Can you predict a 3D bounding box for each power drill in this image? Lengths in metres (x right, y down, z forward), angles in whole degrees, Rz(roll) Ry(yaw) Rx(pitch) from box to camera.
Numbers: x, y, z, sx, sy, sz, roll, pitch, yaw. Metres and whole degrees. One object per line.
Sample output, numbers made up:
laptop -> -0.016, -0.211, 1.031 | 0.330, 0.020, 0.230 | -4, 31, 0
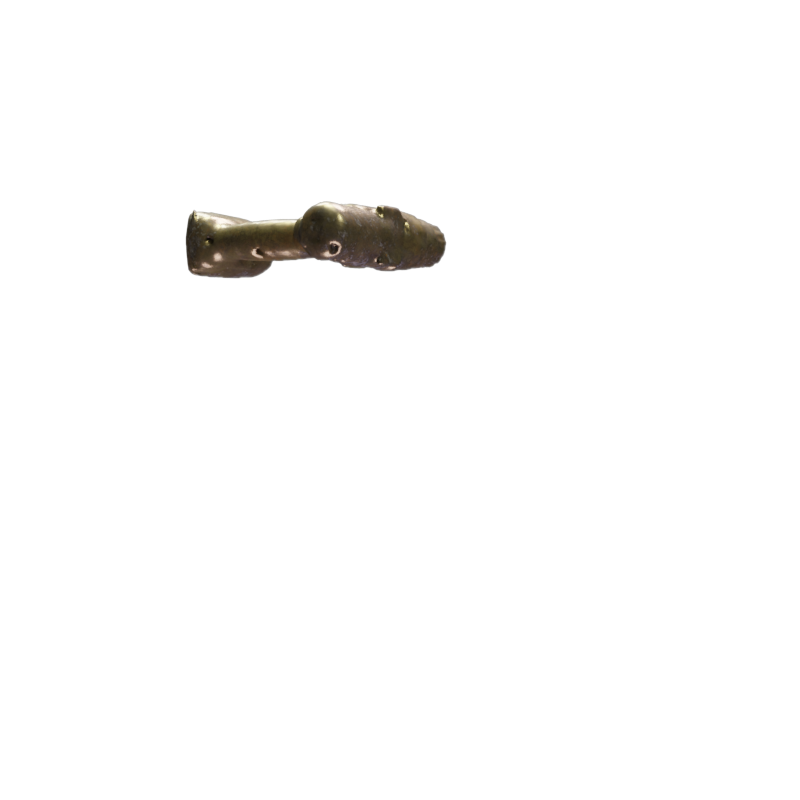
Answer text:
power drill -> -0.074, -0.136, 0.950 | 0.194, 0.058, 0.177 | 0, 0, 33
